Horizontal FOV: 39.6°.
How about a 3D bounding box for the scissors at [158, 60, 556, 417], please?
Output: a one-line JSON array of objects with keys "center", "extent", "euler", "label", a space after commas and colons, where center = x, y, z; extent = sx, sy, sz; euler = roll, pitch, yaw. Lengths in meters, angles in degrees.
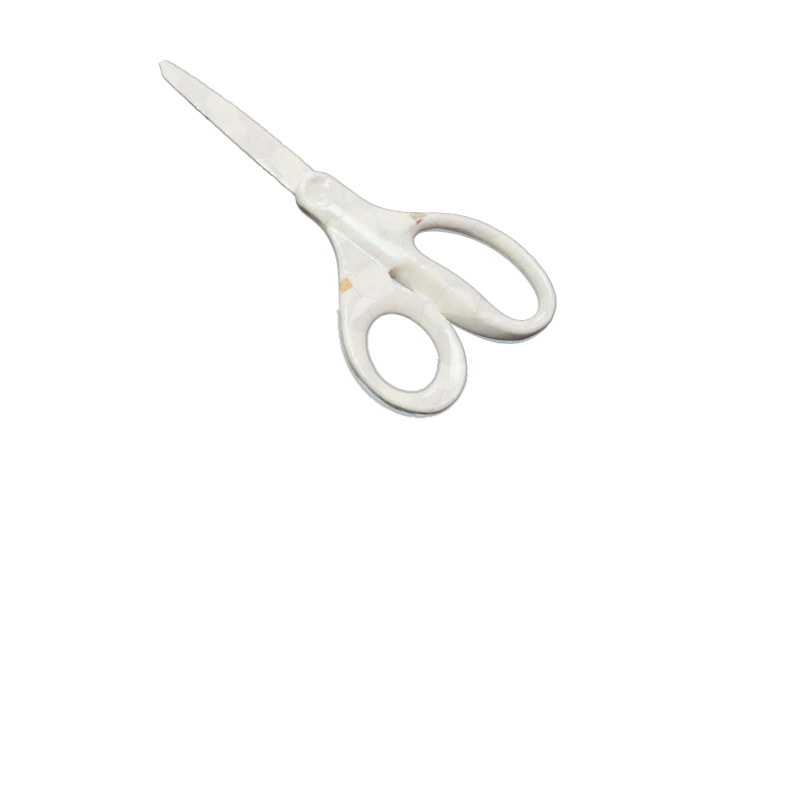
[{"center": [-0.036, -0.066, 0.460], "extent": [0.206, 0.099, 0.015], "euler": [26, -20, 10], "label": "scissors"}]
